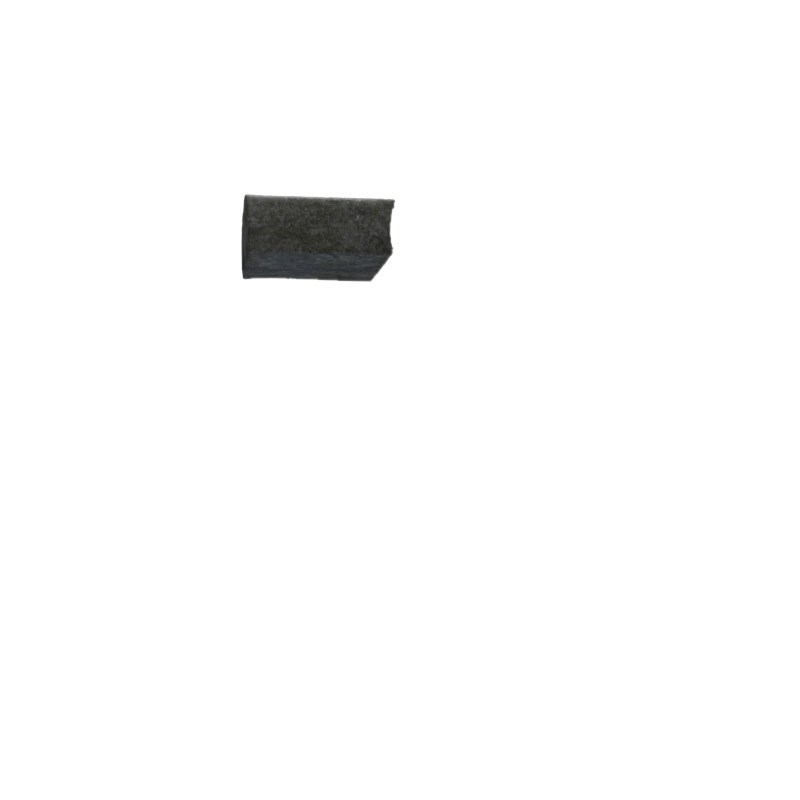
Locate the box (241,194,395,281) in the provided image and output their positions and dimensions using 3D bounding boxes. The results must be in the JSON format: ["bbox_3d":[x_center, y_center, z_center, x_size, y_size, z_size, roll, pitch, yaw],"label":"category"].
[{"bbox_3d":[-0.055,-0.100,0.701,0.089,0.039,0.113,0,-1,-7],"label":"box"}]
